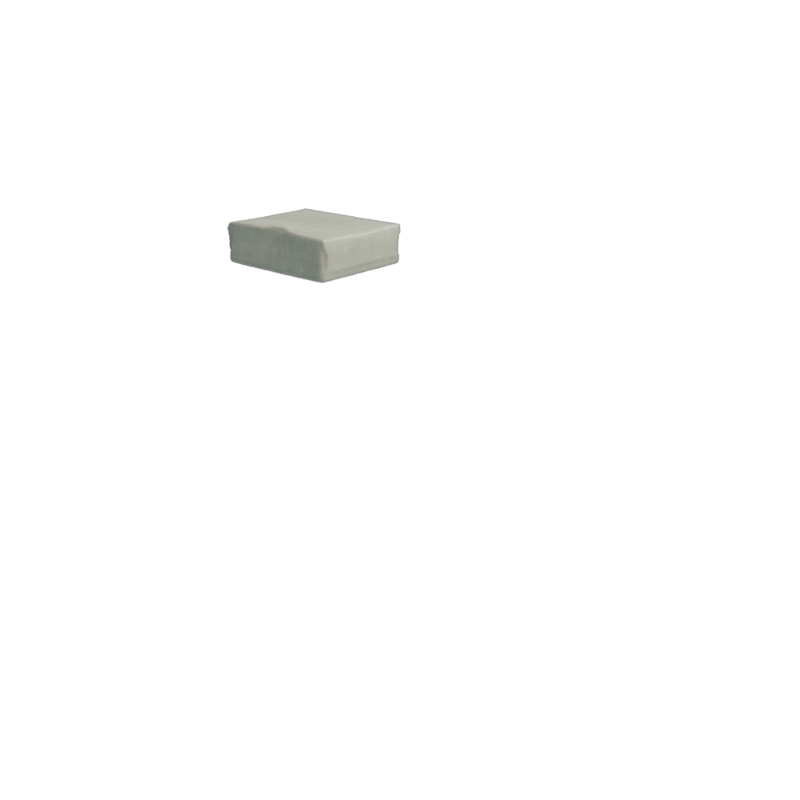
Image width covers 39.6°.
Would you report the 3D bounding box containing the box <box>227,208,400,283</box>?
[{"bbox_3d":[-0.057,-0.103,0.723,0.094,0.029,0.072,17,25,40],"label":"box"}]
